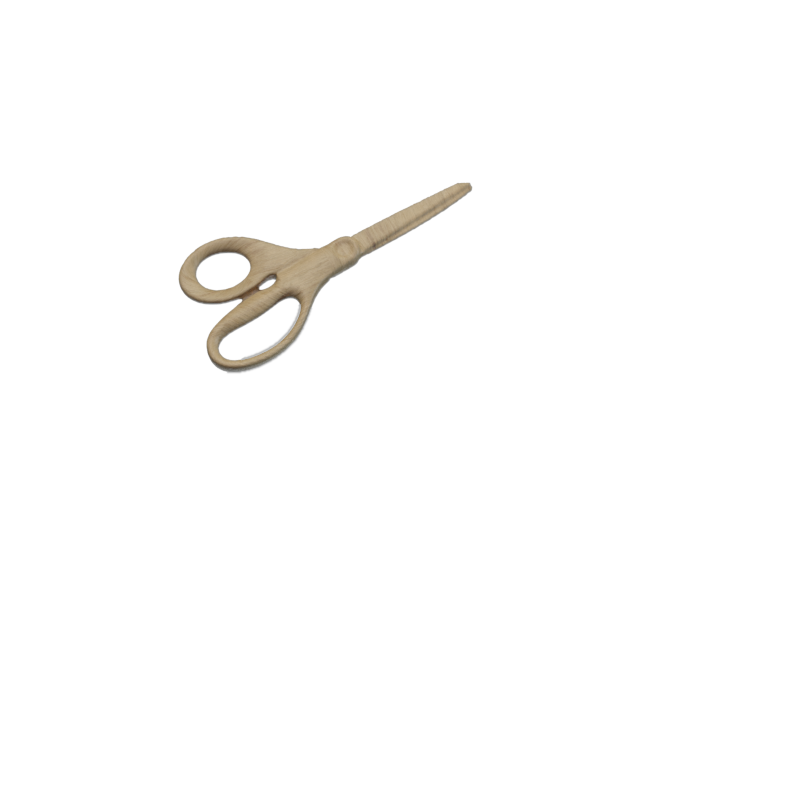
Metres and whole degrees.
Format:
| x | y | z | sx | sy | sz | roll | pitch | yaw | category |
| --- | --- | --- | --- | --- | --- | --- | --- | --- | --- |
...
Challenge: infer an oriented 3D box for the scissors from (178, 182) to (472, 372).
| x | y | z | sx | sy | sz | roll | pitch | yaw | category |
| --- | --- | --- | --- | --- | --- | --- | --- | --- | --- |
| -0.055 | -0.100 | 0.701 | 0.101 | 0.204 | 0.015 | 38 | -21 | 17 | scissors |
